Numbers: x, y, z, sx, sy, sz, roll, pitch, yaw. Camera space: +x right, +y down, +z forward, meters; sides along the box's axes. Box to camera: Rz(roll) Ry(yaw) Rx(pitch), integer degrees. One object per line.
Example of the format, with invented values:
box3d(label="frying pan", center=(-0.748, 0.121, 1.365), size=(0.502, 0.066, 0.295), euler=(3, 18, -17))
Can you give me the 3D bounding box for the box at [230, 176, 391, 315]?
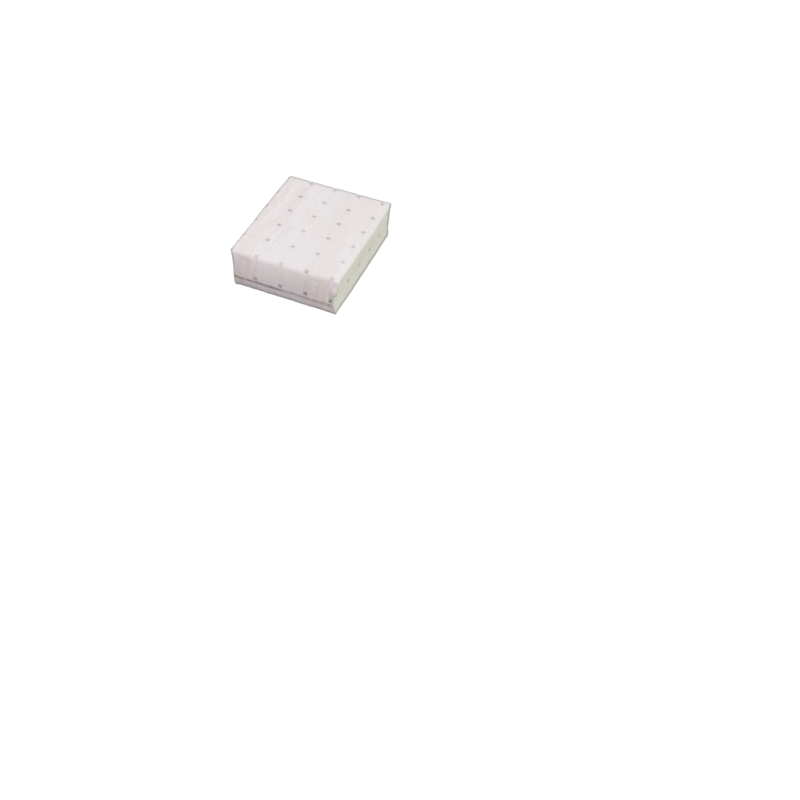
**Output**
box3d(label="box", center=(-0.068, -0.124, 0.867), size=(0.093, 0.036, 0.118), euler=(15, 46, 15))
